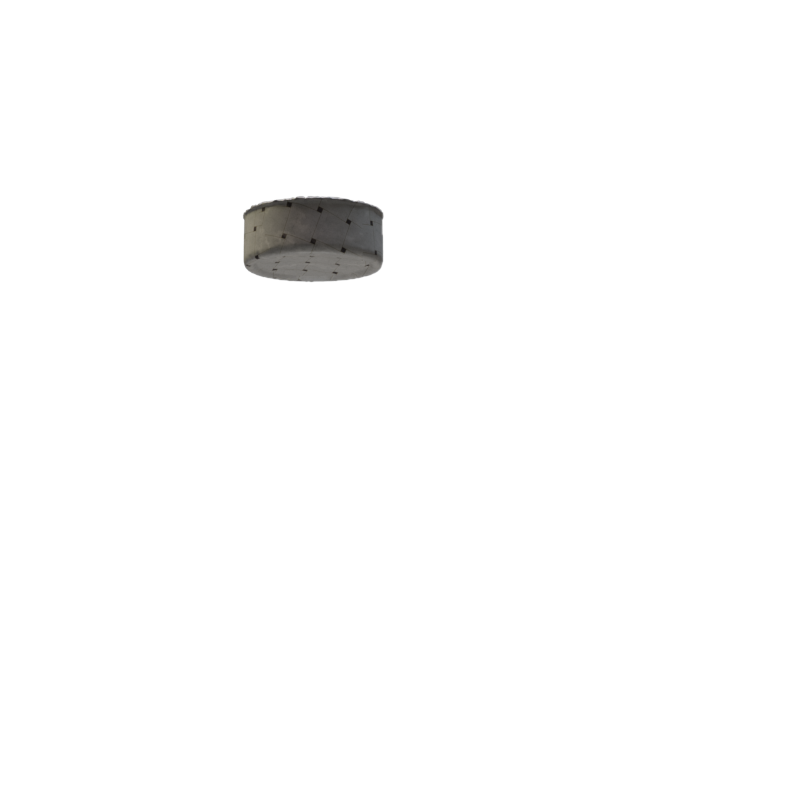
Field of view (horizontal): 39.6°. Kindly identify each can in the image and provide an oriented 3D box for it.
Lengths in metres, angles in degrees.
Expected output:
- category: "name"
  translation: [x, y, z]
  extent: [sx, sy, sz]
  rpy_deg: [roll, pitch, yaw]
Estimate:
- category: "can"
  translation: [-0.053, -0.096, 0.672]
  extent: [0.086, 0.034, 0.084]
  rpy_deg: [0, -7, -2]
